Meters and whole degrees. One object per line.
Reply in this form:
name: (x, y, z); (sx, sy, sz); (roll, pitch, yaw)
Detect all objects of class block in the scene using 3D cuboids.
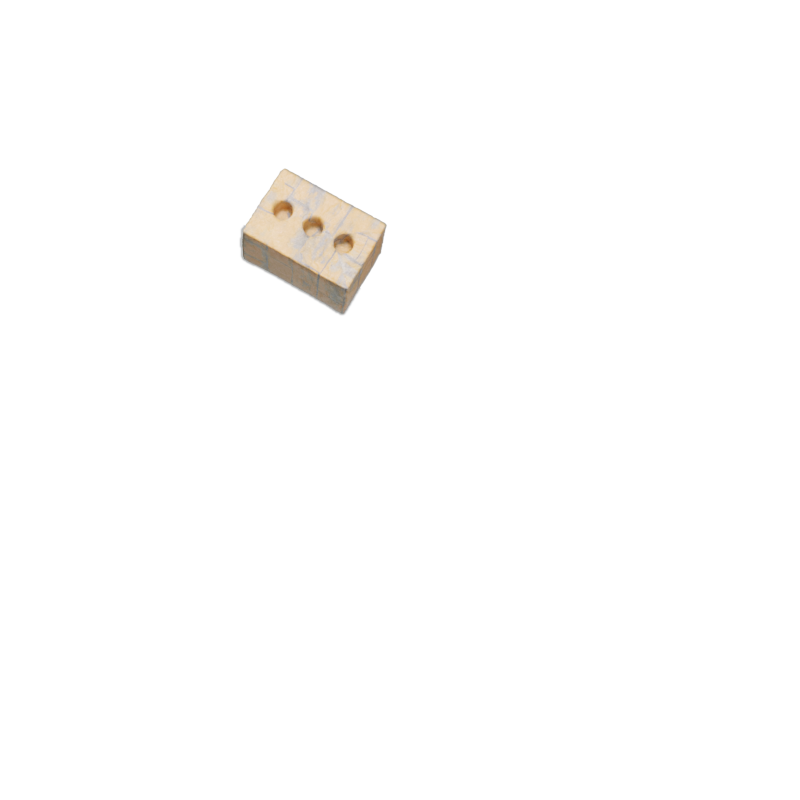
block: (-0.055, -0.101, 0.706); (0.080, 0.054, 0.049); (29, -17, 9)
